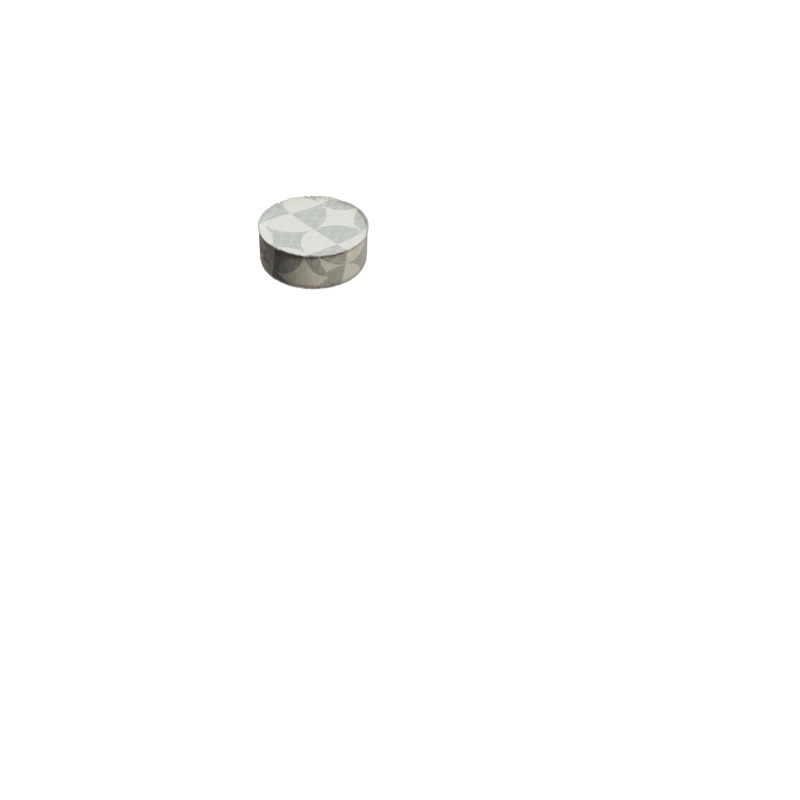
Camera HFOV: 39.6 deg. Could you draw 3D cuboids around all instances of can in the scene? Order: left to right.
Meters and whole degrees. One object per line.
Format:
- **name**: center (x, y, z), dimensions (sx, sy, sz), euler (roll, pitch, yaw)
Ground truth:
- **can**: center (-0.068, -0.124, 0.865), dimensions (0.086, 0.031, 0.092), euler (-1, 39, -2)
